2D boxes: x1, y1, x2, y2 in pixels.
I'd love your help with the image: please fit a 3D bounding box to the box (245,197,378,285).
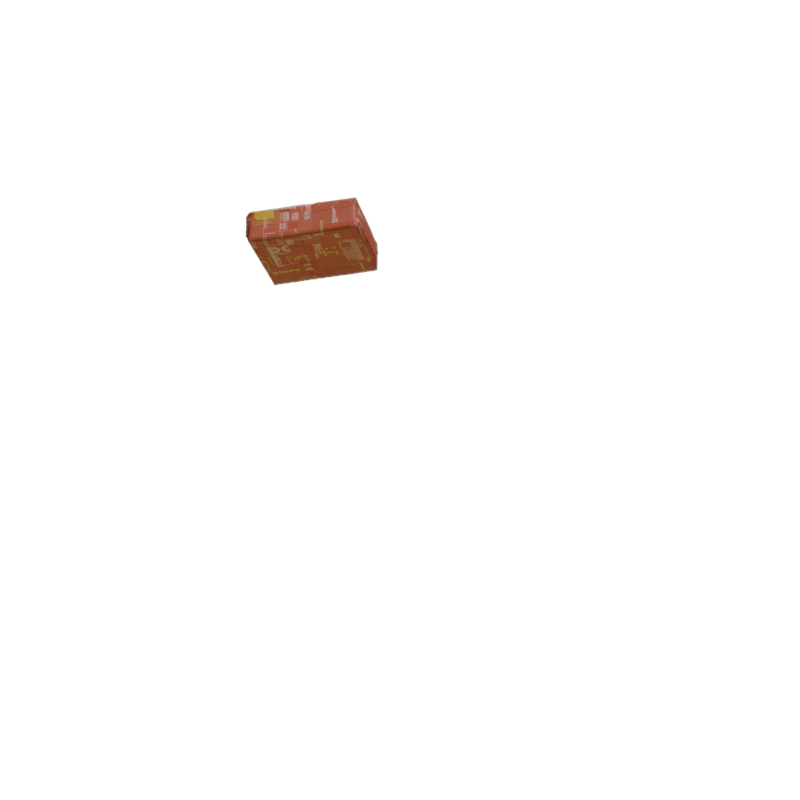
[{"bbox_3d":[-0.068,-0.124,0.868,0.090,0.032,0.068,-6,-25,12],"label":"box"}]
